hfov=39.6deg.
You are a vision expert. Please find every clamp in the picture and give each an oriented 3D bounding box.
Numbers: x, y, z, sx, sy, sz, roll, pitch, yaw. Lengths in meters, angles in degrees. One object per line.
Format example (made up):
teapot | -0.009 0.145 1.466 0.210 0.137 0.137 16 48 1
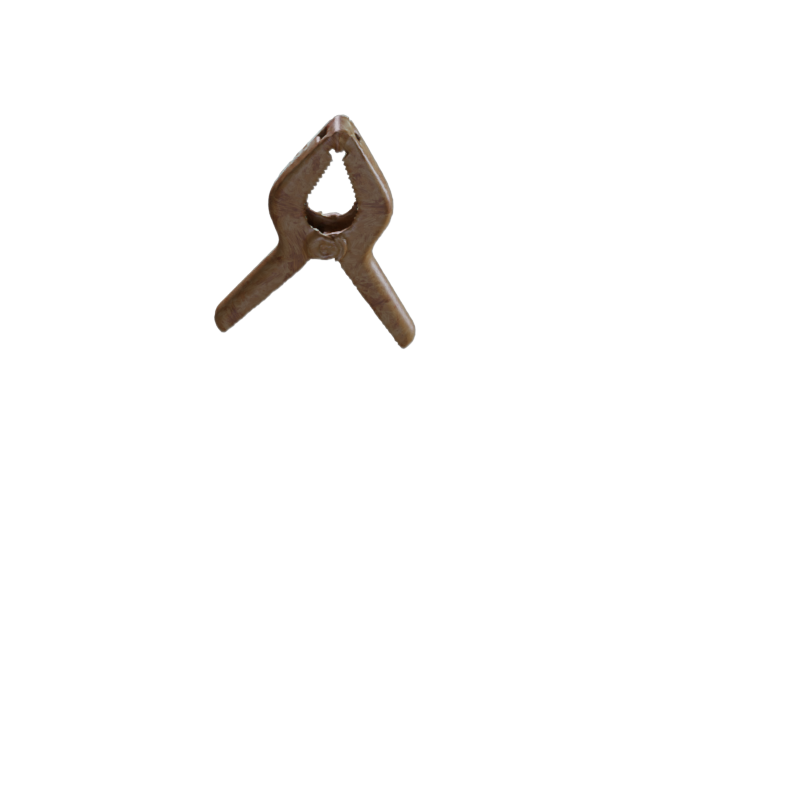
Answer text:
clamp | -0.067 -0.123 0.861 0.164 0.196 0.039 0 38 0
